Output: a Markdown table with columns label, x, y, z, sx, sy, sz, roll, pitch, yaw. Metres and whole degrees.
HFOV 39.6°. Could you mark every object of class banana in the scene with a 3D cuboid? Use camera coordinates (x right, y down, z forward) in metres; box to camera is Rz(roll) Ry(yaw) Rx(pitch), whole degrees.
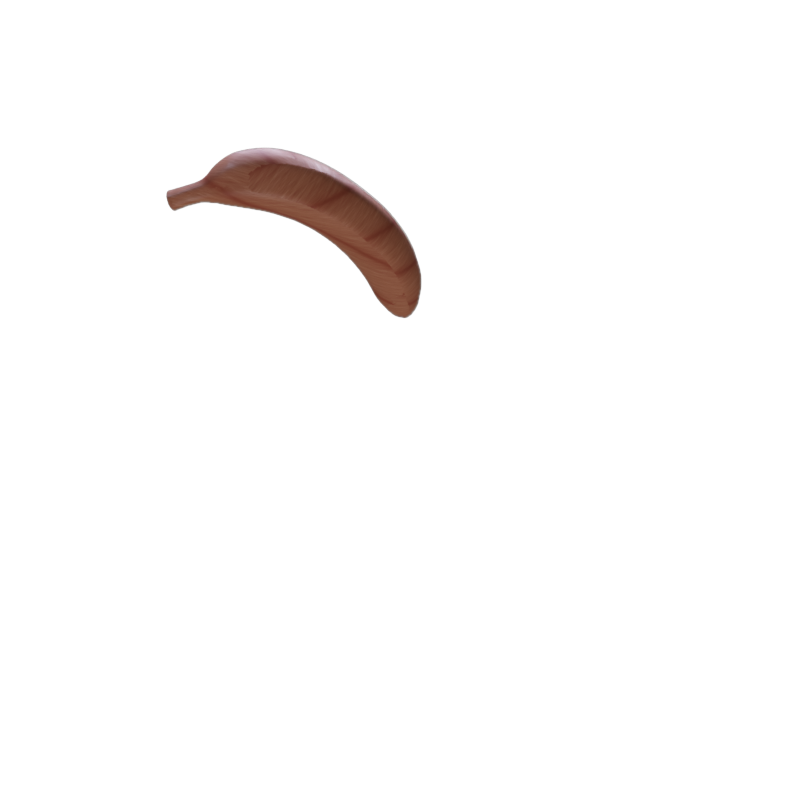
| label | x | y | z | sx | sy | sz | roll | pitch | yaw |
| --- | --- | --- | --- | --- | --- | --- | --- | --- | --- |
| banana | -0.043 | -0.106 | 0.673 | 0.186 | 0.039 | 0.069 | 25 | -40 | -35 |
